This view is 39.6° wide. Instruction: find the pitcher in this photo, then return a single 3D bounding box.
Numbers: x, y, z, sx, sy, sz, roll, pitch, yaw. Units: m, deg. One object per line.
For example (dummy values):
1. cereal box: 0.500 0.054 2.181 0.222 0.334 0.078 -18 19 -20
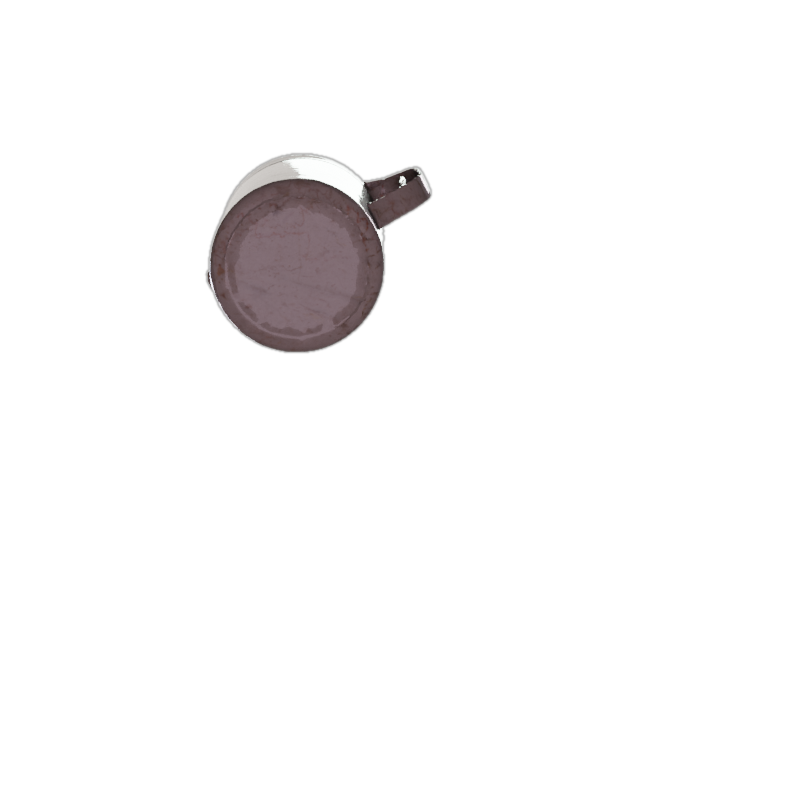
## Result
1. pitcher: -0.062 -0.113 0.788 0.144 0.147 0.249 19 9 -7
